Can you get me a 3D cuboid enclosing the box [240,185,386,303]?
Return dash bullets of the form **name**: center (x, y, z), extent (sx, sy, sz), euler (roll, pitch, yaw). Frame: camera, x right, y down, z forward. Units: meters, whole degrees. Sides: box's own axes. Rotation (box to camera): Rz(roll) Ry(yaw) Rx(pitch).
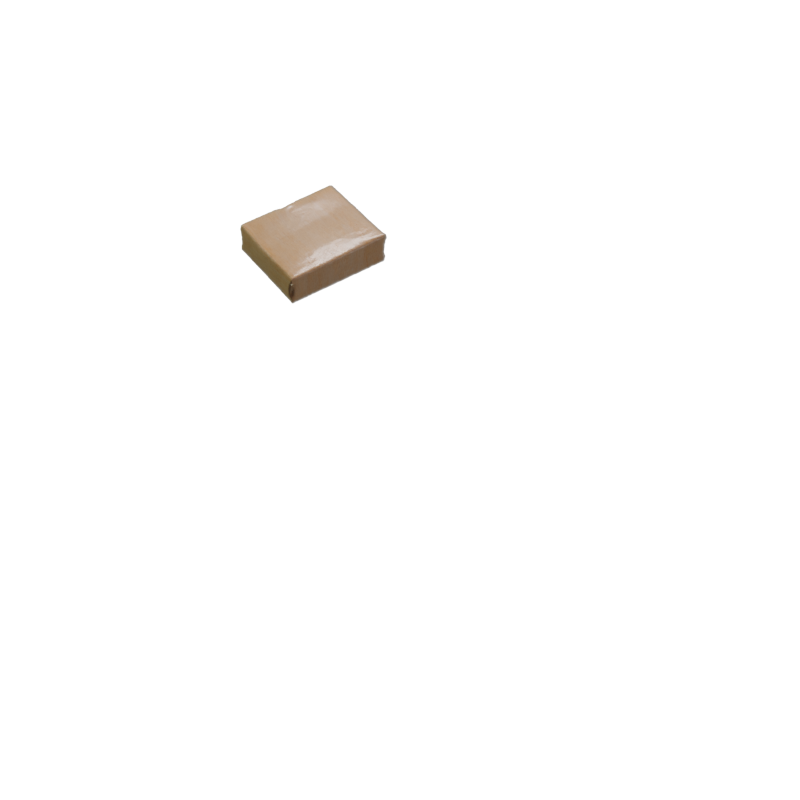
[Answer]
- **box**: center (-0.067, -0.122, 0.853), extent (0.089, 0.028, 0.079), euler (-28, 53, -24)
